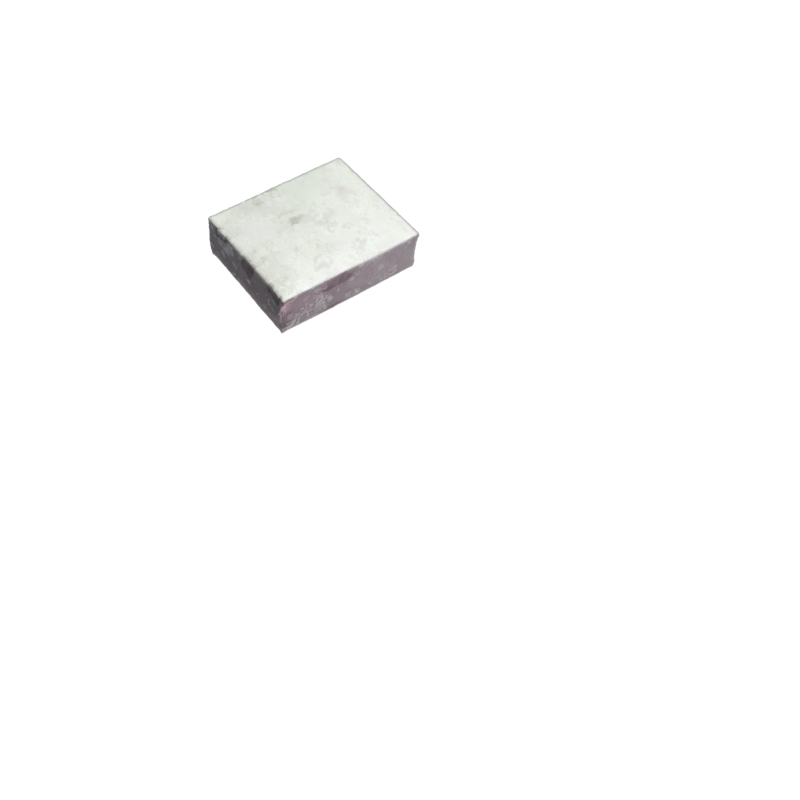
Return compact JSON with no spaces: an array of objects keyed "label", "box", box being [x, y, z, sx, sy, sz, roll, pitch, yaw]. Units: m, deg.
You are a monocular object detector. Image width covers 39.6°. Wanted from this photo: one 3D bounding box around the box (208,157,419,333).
[{"label":"box","box":[-0.058,-0.106,0.745,0.113,0.036,0.096,-30,57,-23]}]
